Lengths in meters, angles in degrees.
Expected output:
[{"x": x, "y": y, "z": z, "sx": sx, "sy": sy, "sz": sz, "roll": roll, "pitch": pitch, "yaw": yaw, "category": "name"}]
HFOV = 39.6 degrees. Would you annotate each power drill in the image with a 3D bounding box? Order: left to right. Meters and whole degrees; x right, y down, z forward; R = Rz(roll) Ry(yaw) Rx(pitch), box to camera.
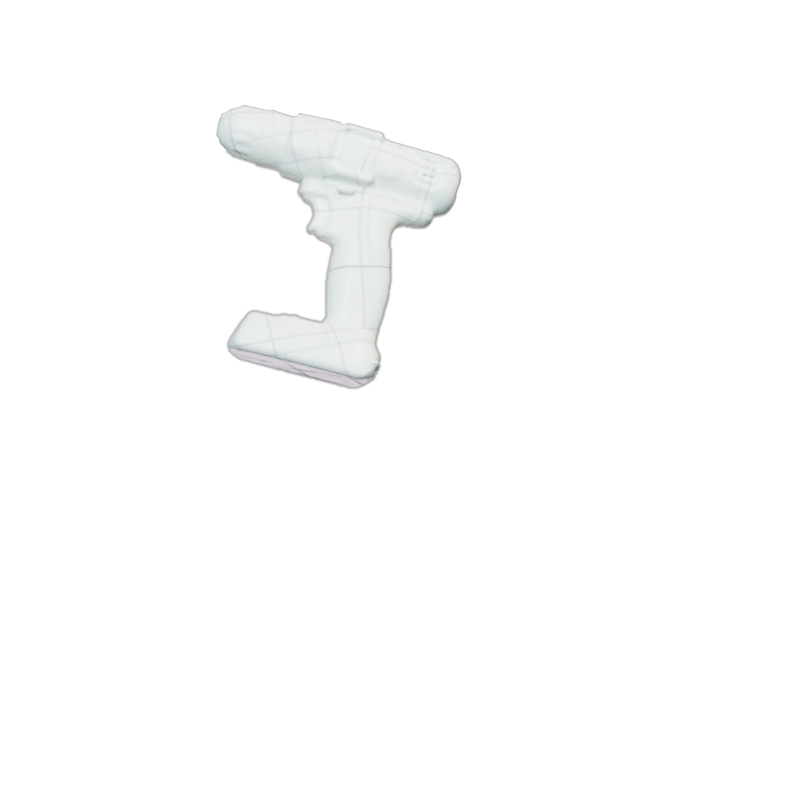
[{"x": -0.063, "y": -0.114, "z": 0.801, "sx": 0.186, "sy": 0.193, "sz": 0.055, "roll": 15, "pitch": -14, "yaw": 3, "category": "power drill"}]
